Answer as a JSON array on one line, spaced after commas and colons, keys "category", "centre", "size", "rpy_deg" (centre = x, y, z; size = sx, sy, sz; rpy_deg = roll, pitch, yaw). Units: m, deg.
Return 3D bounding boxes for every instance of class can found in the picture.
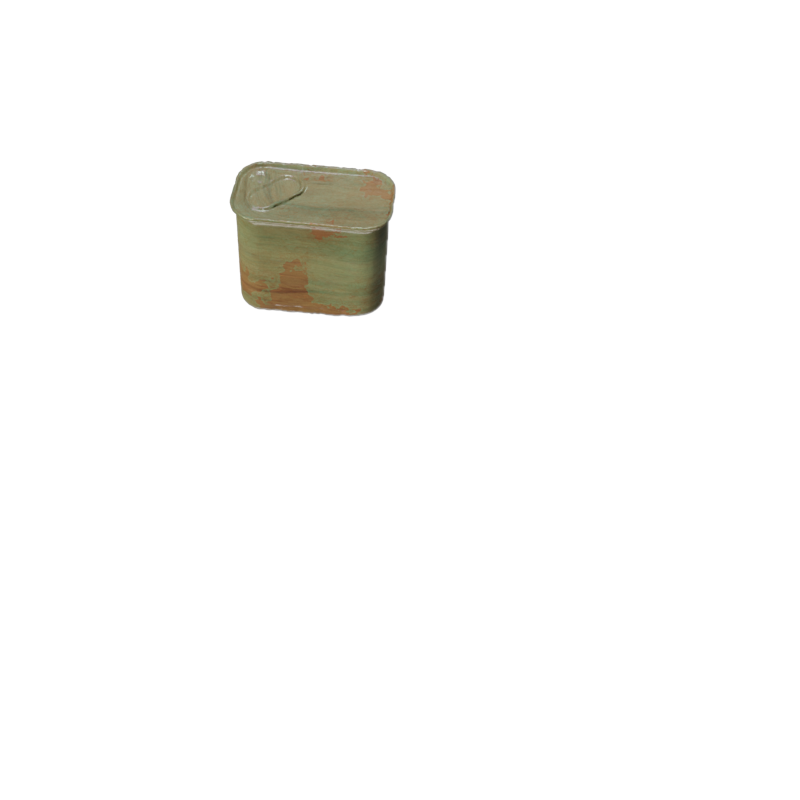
[{"category": "can", "centre": [-0.056, -0.103, 0.720], "size": [0.103, 0.061, 0.078], "rpy_deg": [6, -43, 4]}]
